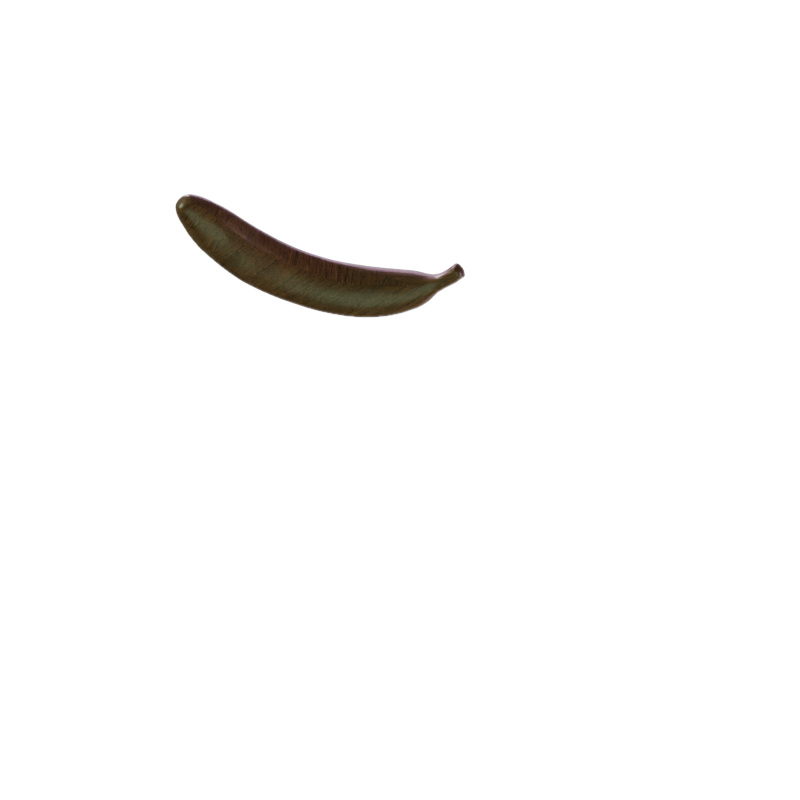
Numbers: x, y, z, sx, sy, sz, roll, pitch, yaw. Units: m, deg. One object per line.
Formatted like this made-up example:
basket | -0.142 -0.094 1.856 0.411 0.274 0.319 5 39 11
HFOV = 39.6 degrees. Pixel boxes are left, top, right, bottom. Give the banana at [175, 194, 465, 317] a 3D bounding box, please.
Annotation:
banana | -0.060 -0.093 0.756 0.194 0.066 0.039 12 38 -10
